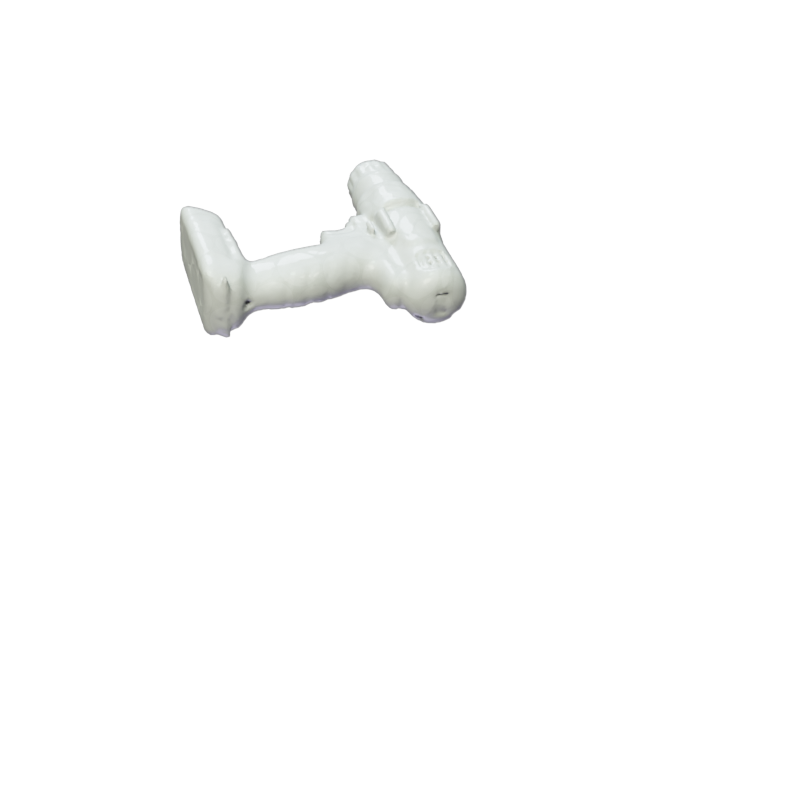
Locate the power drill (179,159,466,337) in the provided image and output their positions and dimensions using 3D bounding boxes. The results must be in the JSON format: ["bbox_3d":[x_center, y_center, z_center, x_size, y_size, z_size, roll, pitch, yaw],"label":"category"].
[{"bbox_3d":[-0.064,-0.116,0.814,0.185,0.054,0.199,-10,39,-13],"label":"power drill"}]
